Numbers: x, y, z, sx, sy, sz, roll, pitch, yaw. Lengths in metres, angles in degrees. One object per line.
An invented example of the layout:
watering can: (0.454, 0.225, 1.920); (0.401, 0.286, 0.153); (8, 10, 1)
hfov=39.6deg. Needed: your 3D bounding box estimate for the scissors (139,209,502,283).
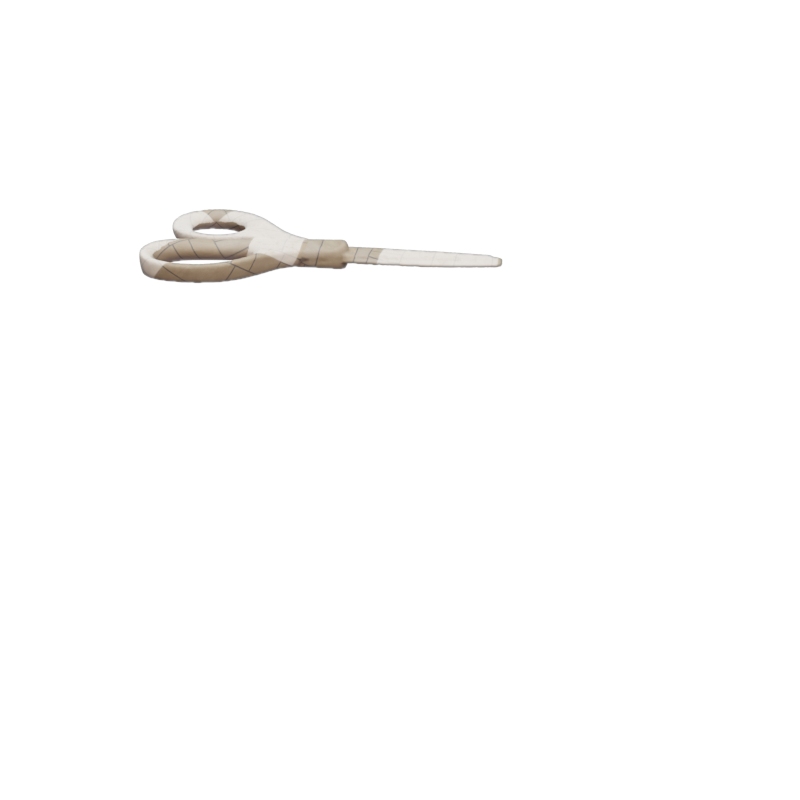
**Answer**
scissors: (-0.051, -0.093, 0.651); (0.200, 0.015, 0.103); (-4, 30, -8)
